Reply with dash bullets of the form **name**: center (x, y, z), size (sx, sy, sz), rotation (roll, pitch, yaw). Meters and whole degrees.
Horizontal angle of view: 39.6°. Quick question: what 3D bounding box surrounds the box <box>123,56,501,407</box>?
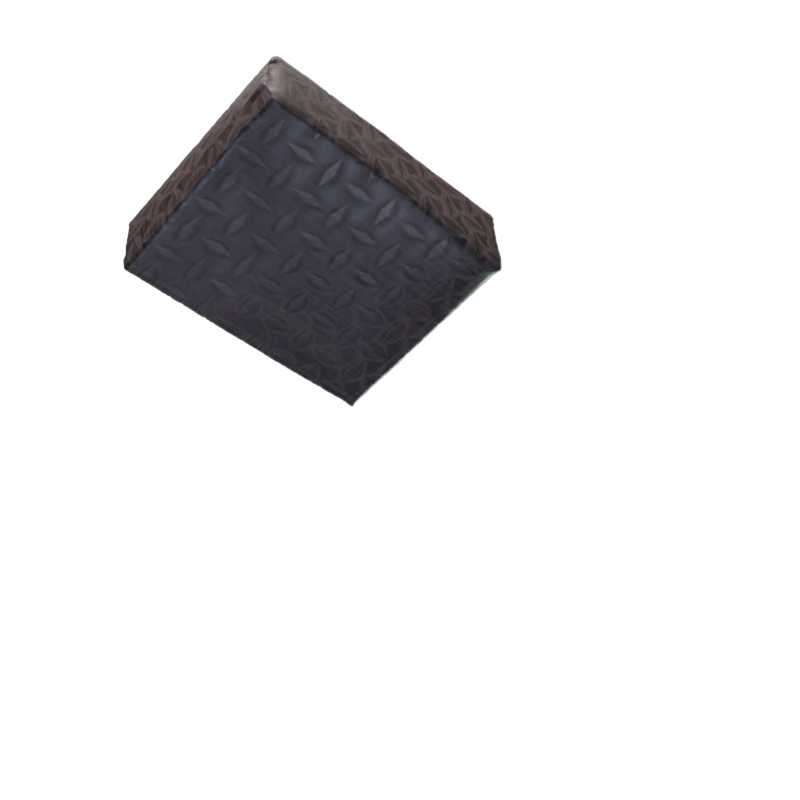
- **box**: center (-0.032, -0.059, 0.414), size (0.108, 0.088, 0.042), rotation (35, 28, -23)
